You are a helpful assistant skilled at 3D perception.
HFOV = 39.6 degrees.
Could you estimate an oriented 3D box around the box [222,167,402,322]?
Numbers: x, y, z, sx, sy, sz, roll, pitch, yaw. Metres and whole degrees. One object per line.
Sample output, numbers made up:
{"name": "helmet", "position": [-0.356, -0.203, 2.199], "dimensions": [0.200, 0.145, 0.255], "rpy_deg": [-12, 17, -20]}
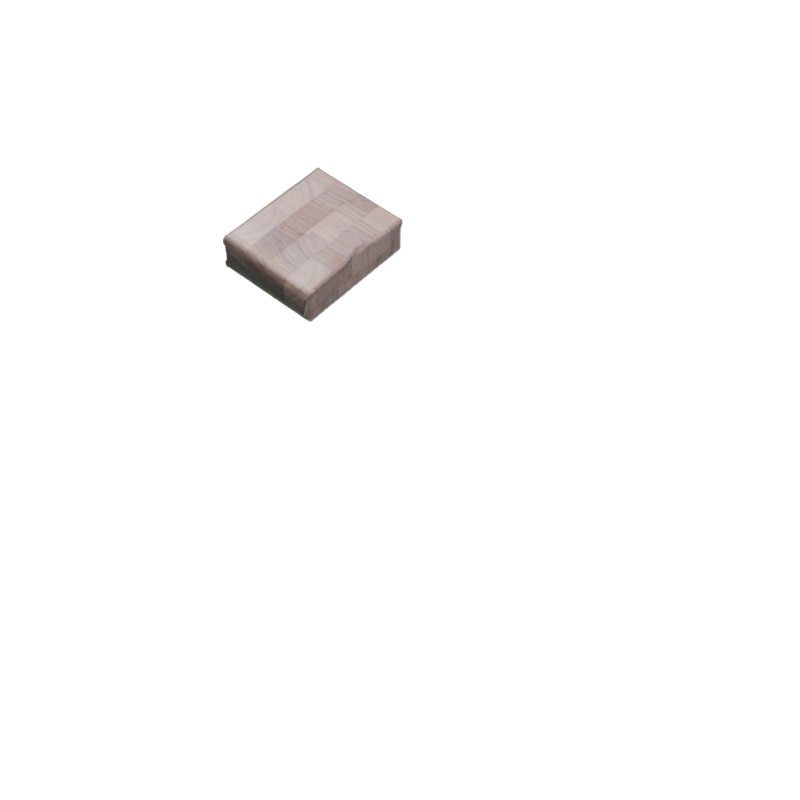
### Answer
{"name": "box", "position": [-0.054, -0.099, 0.691], "dimensions": [0.077, 0.028, 0.090], "rpy_deg": [34, 57, 25]}
